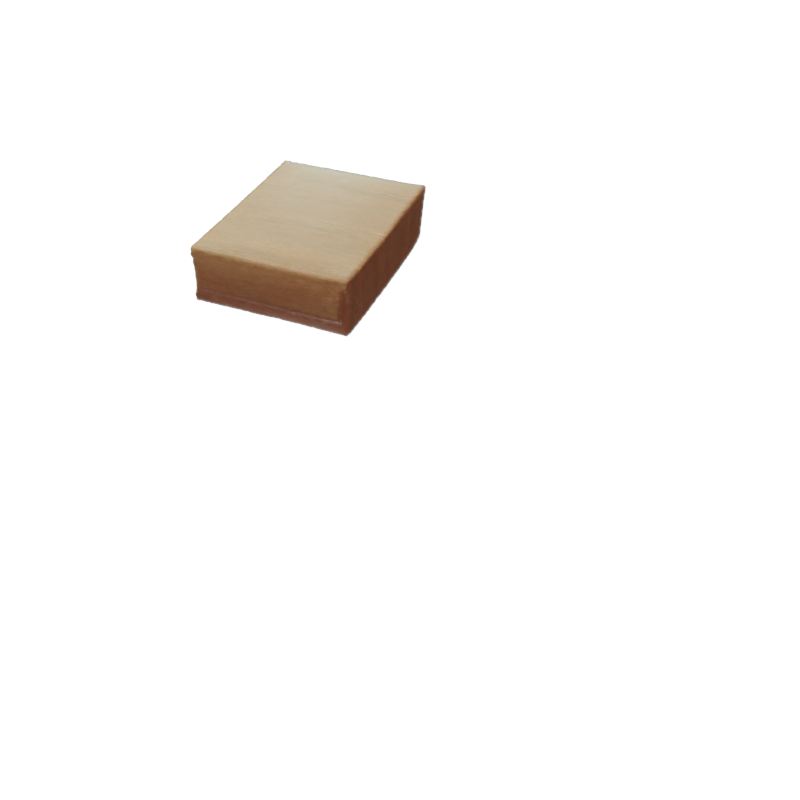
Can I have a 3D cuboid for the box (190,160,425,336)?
[{"bbox_3d":[-0.047,-0.086,0.602,0.093,0.036,0.117,13,36,18],"label":"box"}]
